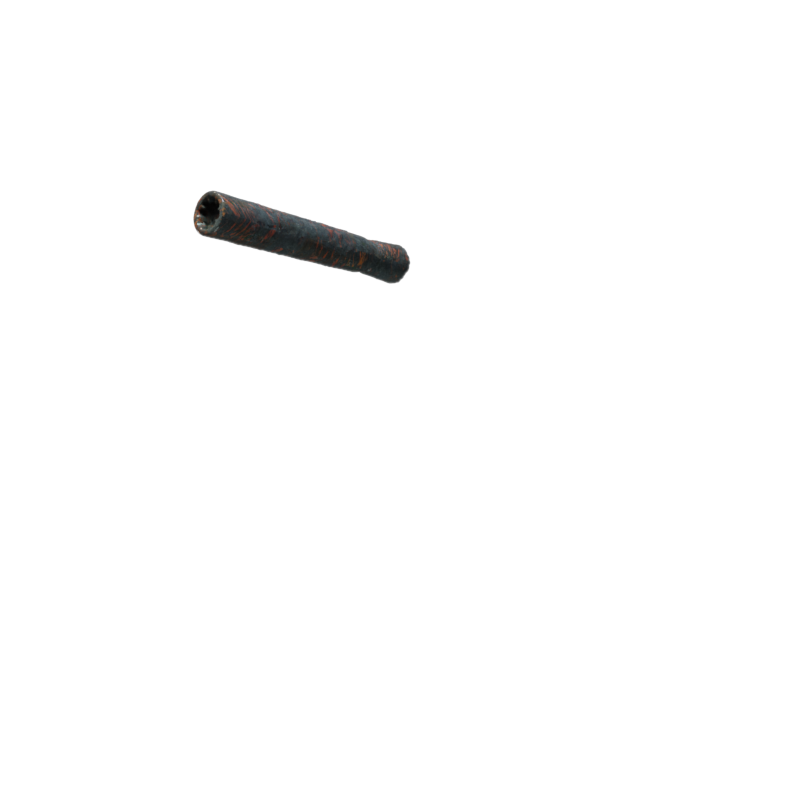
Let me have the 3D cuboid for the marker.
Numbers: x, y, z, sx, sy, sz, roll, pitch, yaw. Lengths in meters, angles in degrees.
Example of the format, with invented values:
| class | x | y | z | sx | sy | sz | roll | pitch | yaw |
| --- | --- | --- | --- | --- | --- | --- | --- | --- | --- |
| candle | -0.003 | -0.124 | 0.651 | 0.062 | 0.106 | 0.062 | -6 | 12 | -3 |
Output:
| class | x | y | z | sx | sy | sz | roll | pitch | yaw |
| --- | --- | --- | --- | --- | --- | --- | --- | --- | --- |
| marker | -0.038 | -0.069 | 0.484 | 0.021 | 0.020 | 0.115 | 4 | -3 | 44 |
